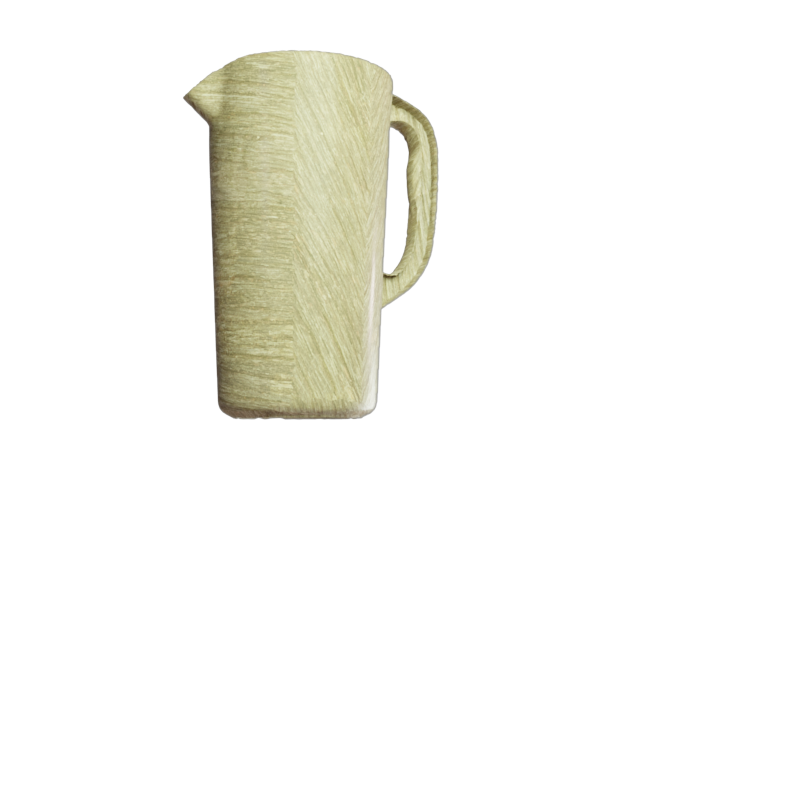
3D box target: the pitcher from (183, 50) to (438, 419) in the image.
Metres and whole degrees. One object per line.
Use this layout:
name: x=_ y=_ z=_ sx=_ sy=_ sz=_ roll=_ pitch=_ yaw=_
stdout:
pitcher: x=-0.060 y=-0.110 z=0.770 sx=0.152 sy=0.248 sz=0.139 roll=-3 pitch=-8 yaw=20
